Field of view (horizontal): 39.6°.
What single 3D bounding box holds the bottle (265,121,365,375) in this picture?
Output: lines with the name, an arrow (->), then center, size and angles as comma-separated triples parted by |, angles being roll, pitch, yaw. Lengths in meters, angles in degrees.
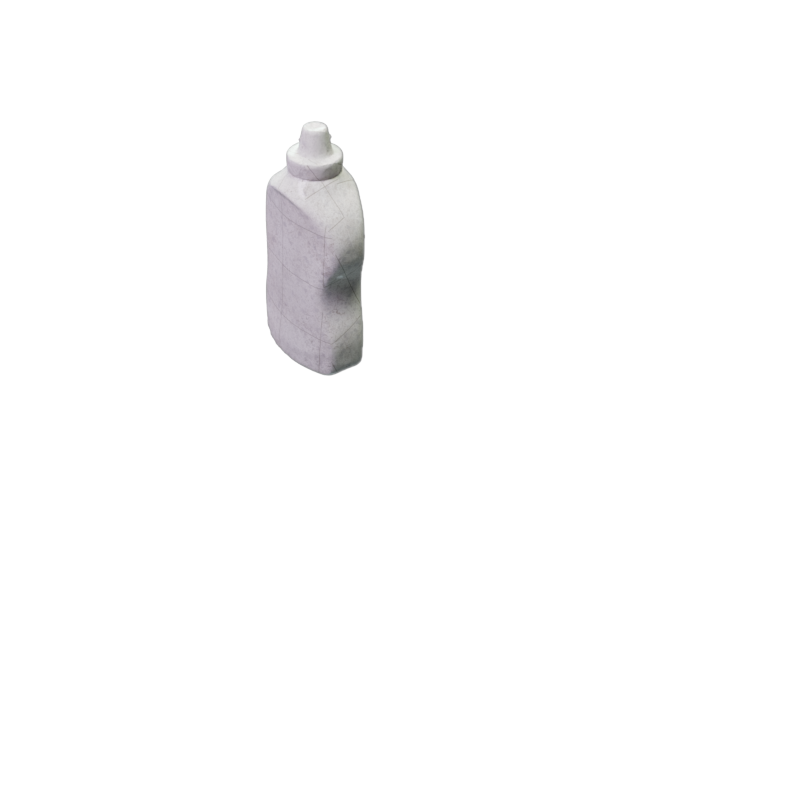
bottle -> -0.065, -0.119, 0.831 | 0.058, 0.179, 0.104 | -19, 40, -28
